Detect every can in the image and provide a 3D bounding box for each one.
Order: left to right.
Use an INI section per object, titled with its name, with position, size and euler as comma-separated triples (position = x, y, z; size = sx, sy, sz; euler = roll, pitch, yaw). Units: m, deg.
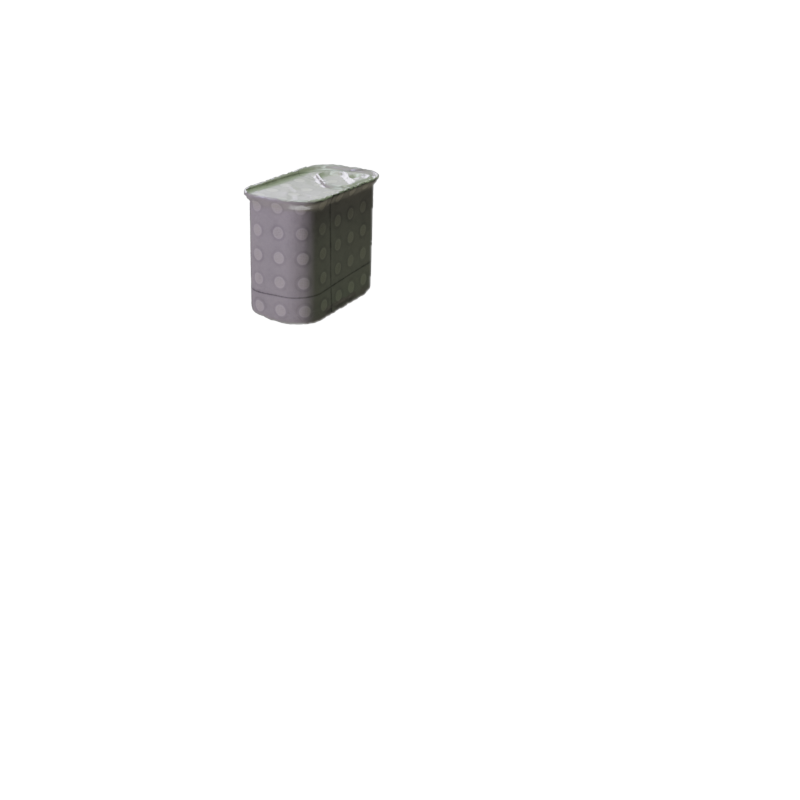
[can]
position = -0.058, -0.106, 0.740
size = 0.060, 0.080, 0.102
euler = 12, 24, 27
